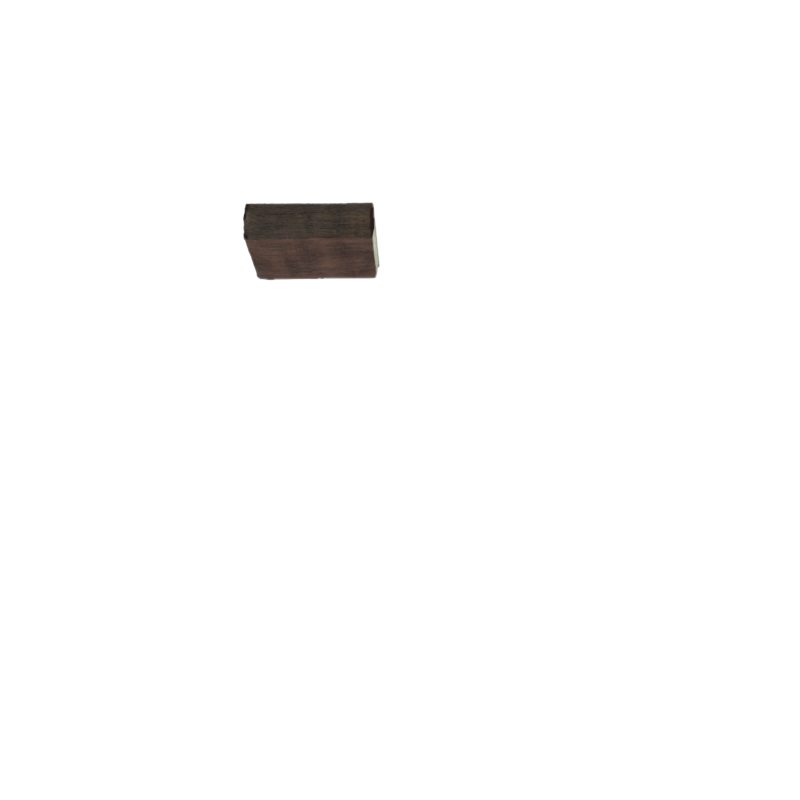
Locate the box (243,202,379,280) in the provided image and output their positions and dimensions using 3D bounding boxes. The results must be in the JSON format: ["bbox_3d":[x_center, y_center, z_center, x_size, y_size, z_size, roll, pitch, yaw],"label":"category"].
[{"bbox_3d":[-0.076,-0.139,0.974,0.114,0.041,0.085,-1,-19,3],"label":"box"}]
